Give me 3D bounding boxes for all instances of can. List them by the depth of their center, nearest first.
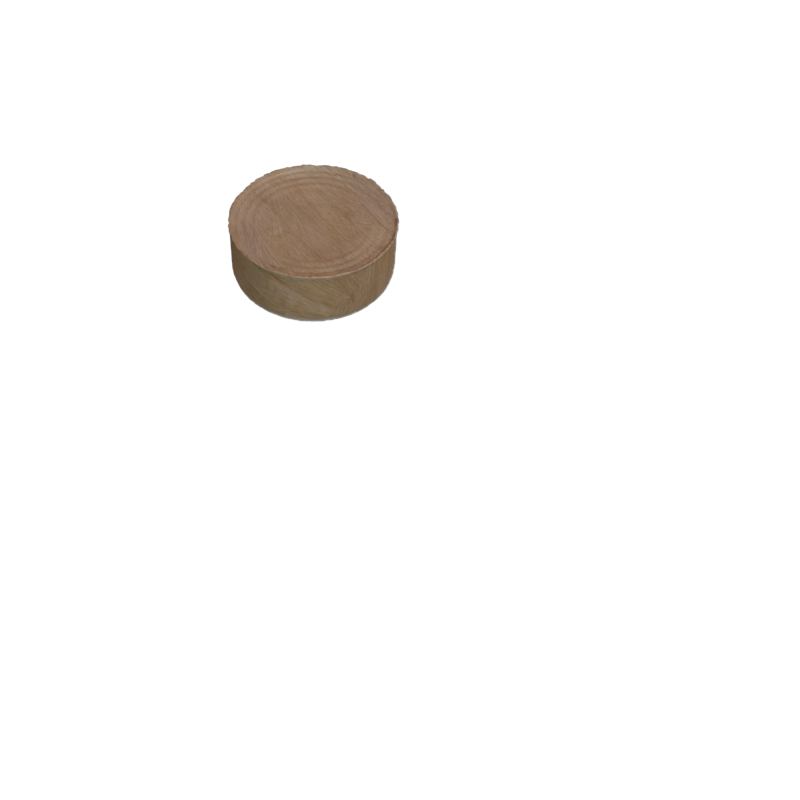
[{"bbox_3d":[-0.044,-0.081,0.566,0.086,0.092,0.031,-1,-43,-1],"label":"can"}]
